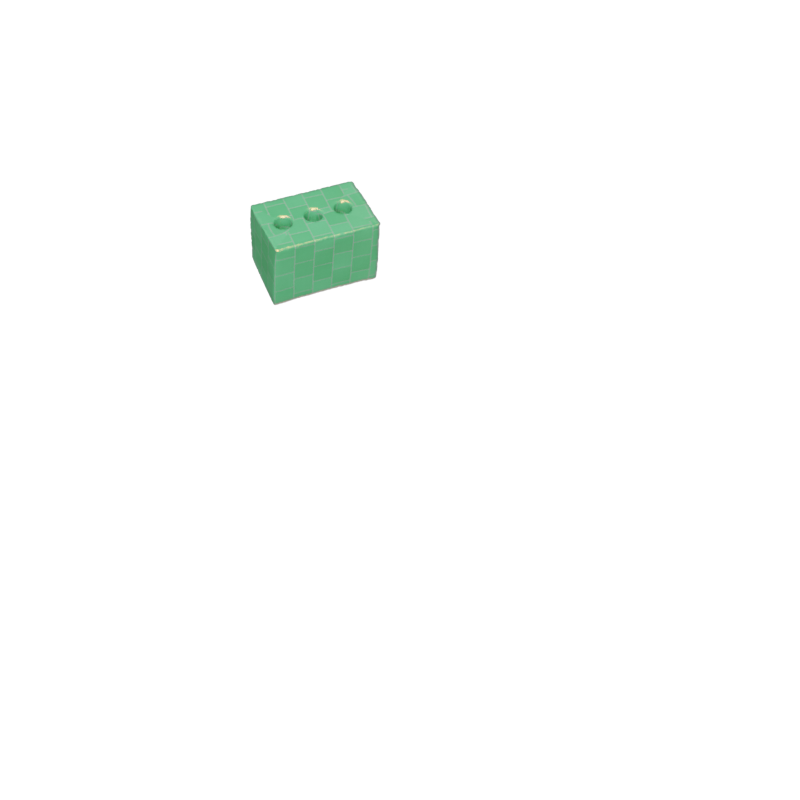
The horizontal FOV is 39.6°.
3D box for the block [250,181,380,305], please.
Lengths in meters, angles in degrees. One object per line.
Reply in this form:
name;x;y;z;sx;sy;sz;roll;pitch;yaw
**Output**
block;-0.060;-0.110;0.769;0.077;0.048;0.057;-17;49;-17
